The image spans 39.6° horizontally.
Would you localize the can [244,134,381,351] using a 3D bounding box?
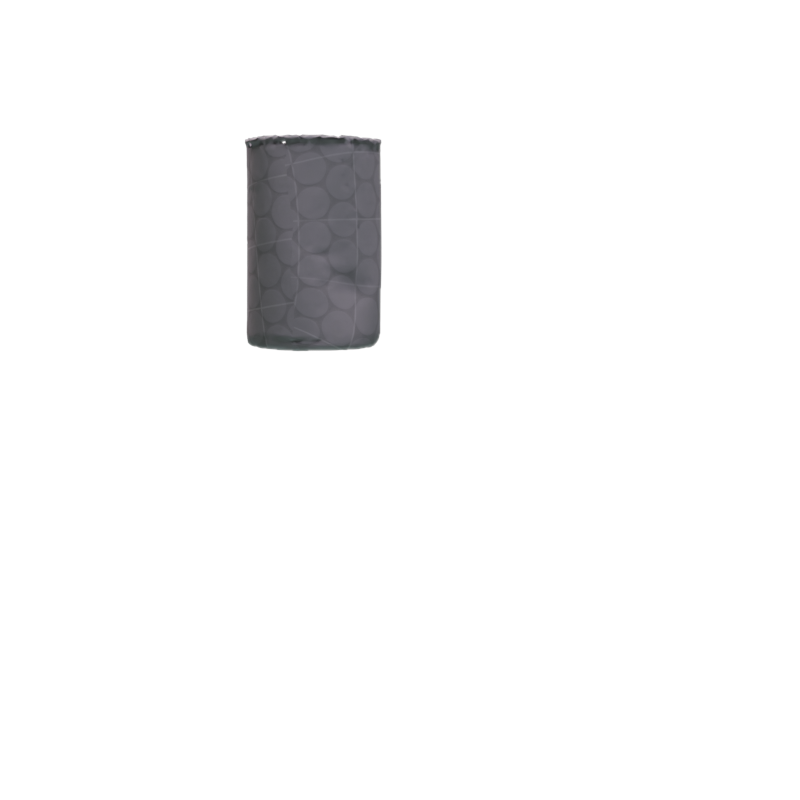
[{"bbox_3d":[-0.043,-0.079,0.553,0.068,0.102,0.069,0,4,-2],"label":"can"}]
